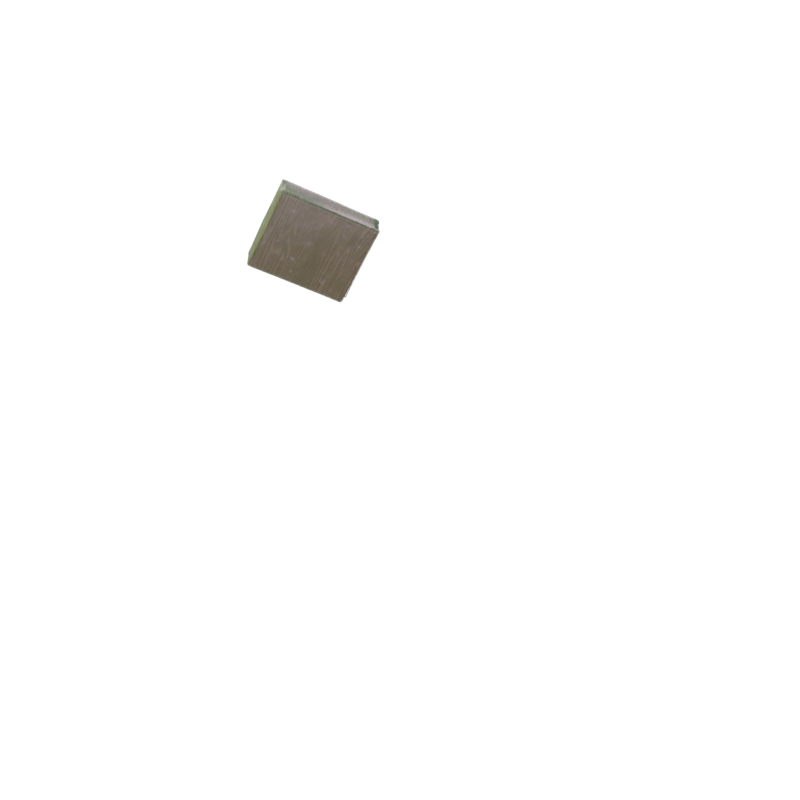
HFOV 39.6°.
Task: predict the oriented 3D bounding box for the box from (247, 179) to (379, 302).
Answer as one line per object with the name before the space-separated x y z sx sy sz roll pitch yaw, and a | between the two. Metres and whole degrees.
box | -0.071 -0.130 0.913 0.087 0.071 0.032 22 25 -11
